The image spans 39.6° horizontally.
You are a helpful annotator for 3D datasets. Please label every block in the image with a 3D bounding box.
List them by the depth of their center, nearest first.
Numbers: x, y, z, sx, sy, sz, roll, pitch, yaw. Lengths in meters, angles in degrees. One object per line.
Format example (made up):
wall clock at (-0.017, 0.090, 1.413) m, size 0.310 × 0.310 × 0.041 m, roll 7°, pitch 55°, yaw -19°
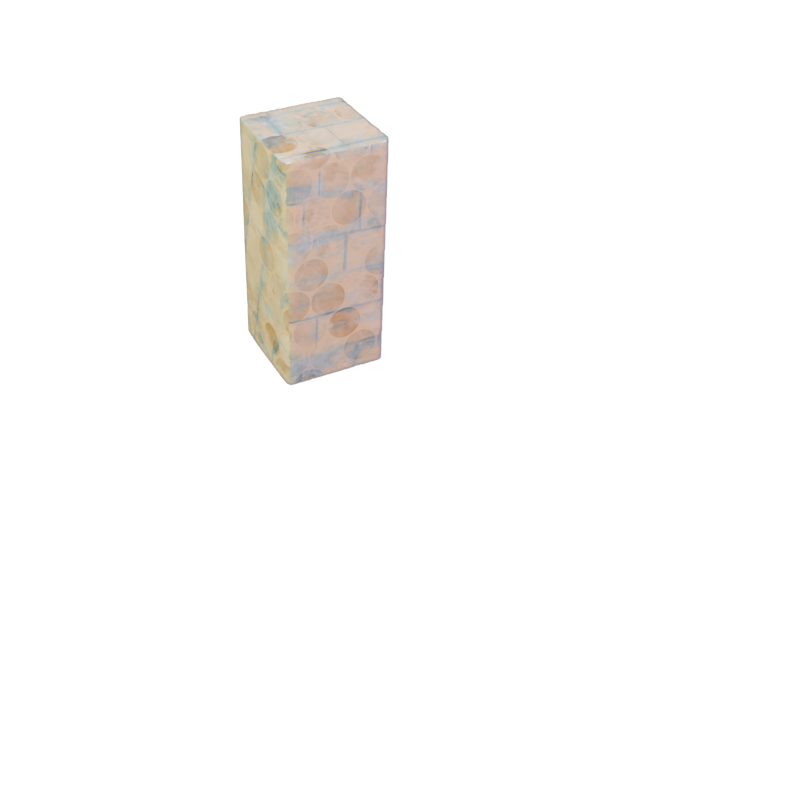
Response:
block at (-0.070, -0.128, 0.899) m, size 0.089 × 0.193 × 0.097 m, roll -15°, pitch 38°, yaw -23°
